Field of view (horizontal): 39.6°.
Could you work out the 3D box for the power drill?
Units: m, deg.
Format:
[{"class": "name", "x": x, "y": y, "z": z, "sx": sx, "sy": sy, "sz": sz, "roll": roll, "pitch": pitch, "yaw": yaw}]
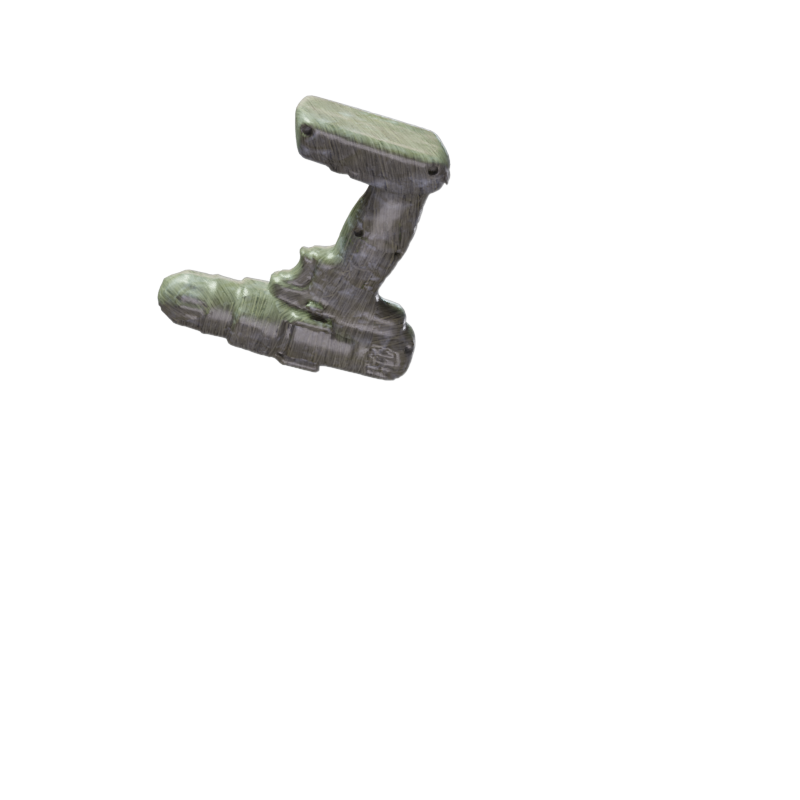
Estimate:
[{"class": "power drill", "x": -0.059, "y": -0.107, "z": 0.750, "sx": 0.181, "sy": 0.179, "sz": 0.061, "roll": 15, "pitch": 31, "yaw": -10}]
